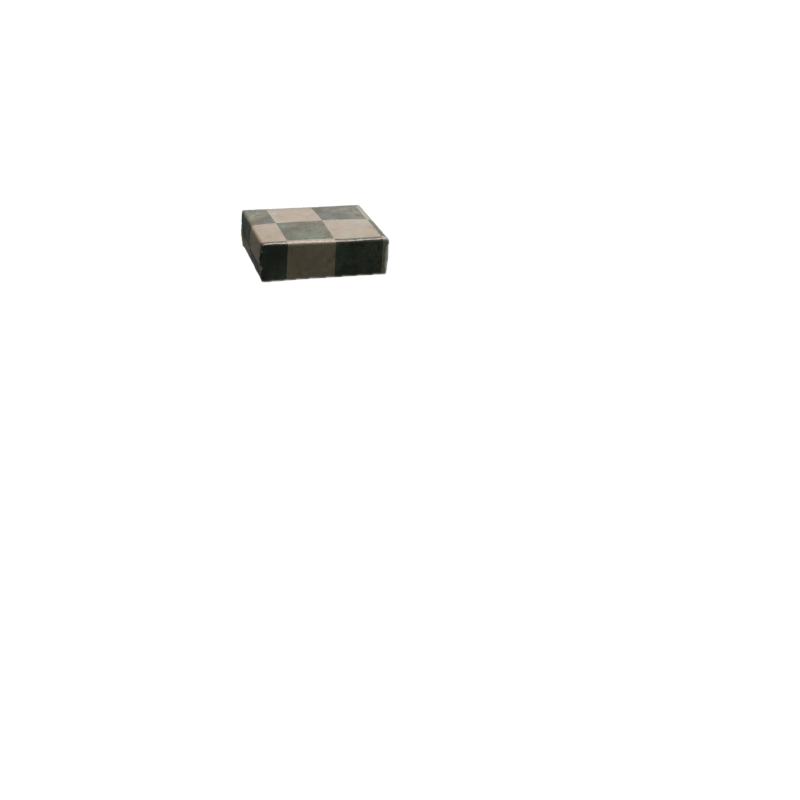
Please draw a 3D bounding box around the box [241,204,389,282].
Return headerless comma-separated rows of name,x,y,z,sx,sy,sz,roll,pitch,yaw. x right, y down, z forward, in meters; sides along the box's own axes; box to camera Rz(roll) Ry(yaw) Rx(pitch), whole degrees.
box,-0.076,-0.138,0.966,0.112,0.037,0.096,-7,27,-15
